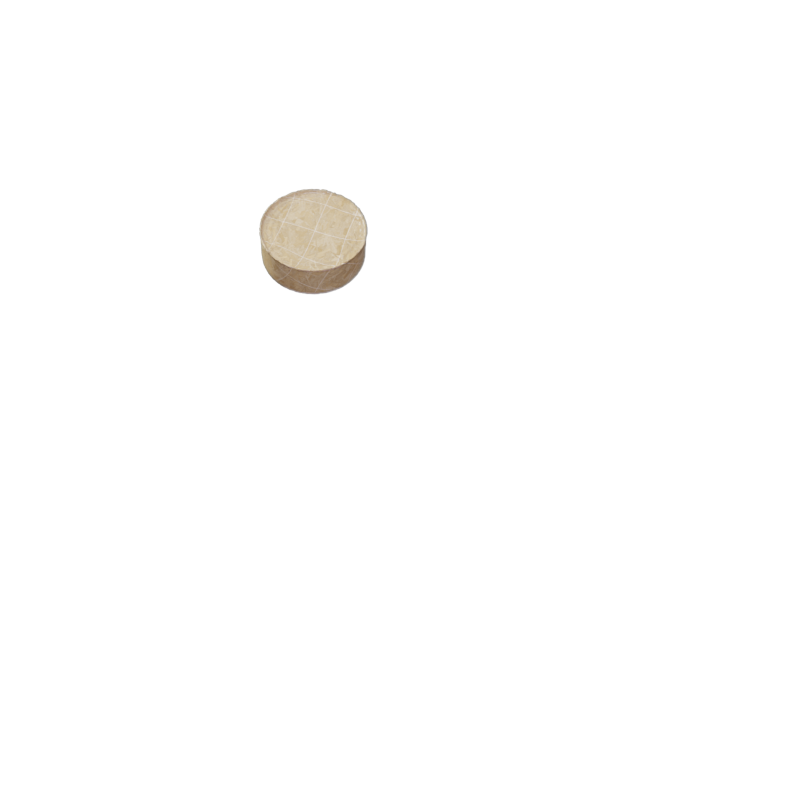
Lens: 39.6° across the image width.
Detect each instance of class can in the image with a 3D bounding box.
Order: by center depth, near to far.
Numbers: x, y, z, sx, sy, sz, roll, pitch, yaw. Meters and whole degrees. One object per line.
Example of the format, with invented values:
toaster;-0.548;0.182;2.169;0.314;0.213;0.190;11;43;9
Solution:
can;-0.069;-0.127;0.887;0.086;0.092;0.031;-1;-37;-1
